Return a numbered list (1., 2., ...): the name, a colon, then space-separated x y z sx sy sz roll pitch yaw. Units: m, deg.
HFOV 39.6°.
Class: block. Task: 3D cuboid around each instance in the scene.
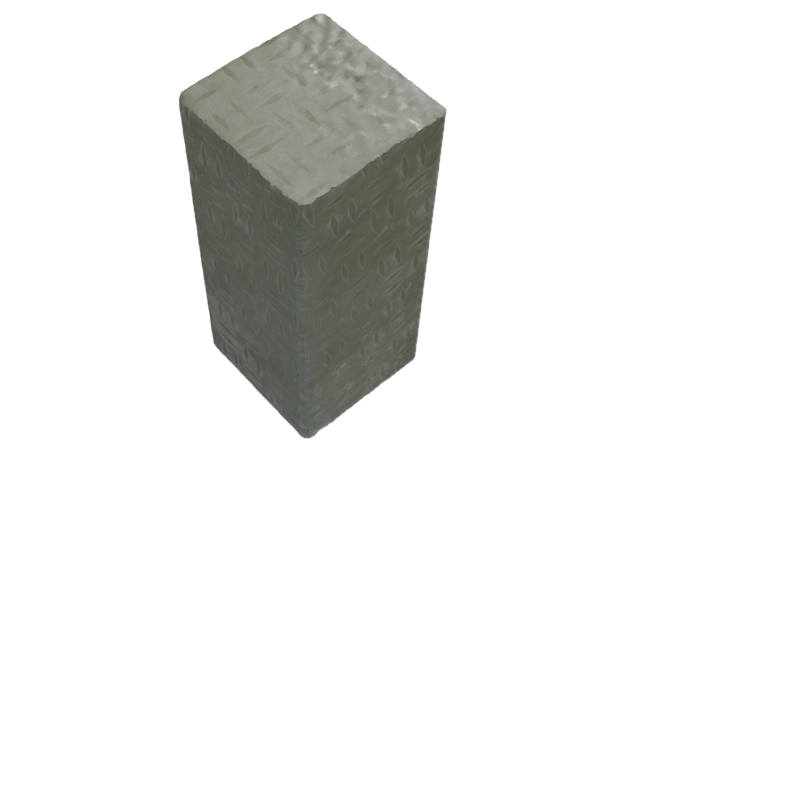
1. block: -0.046 -0.082 0.576 0.091 0.096 0.193 -36 -24 -23
